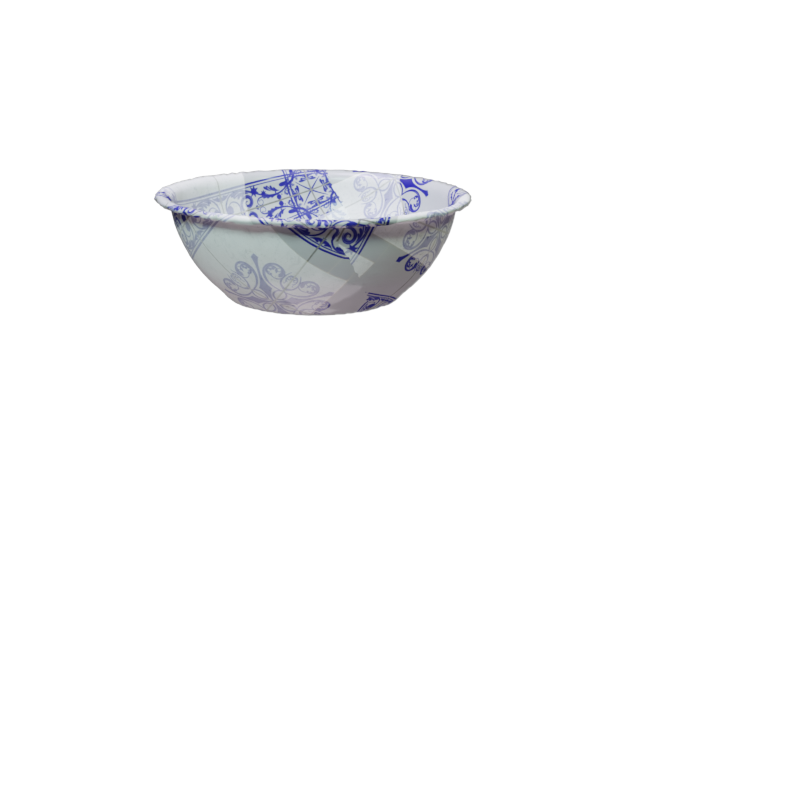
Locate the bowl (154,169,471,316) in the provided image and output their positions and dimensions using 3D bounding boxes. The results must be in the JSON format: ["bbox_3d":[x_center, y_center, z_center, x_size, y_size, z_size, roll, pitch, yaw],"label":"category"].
[{"bbox_3d":[-0.045,-0.082,0.576,0.162,0.053,0.168,-1,19,-2],"label":"bowl"}]
